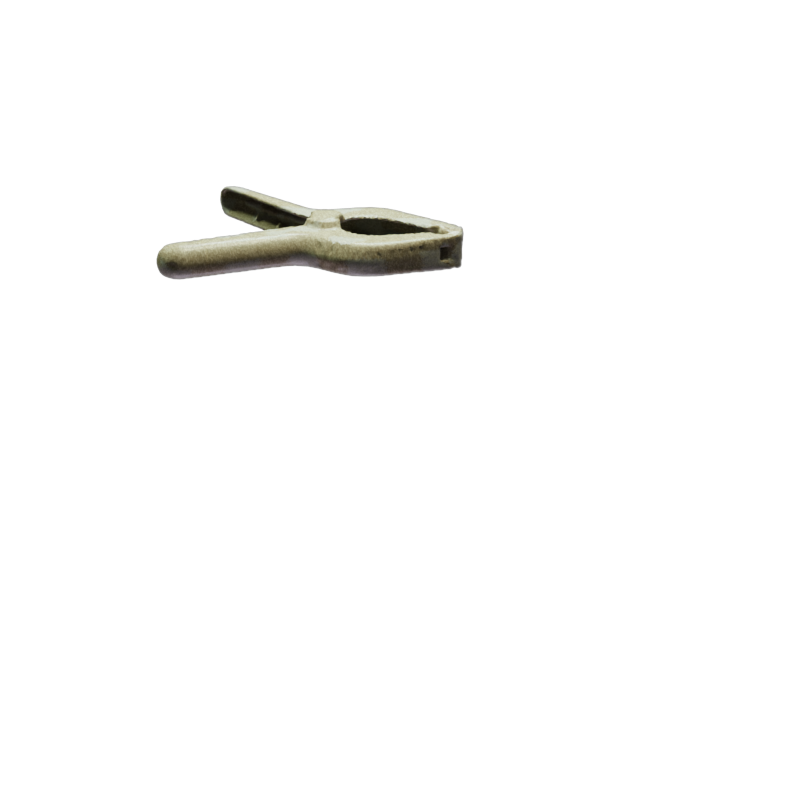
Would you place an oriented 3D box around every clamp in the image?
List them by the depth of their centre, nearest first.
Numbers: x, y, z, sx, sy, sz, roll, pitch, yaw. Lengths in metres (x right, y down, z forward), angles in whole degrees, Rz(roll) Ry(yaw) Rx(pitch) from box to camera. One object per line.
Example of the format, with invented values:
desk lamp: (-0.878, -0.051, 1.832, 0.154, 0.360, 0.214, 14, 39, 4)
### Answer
clamp: (-0.063, -0.114, 0.802, 0.216, 0.035, 0.169, 8, 28, 15)
